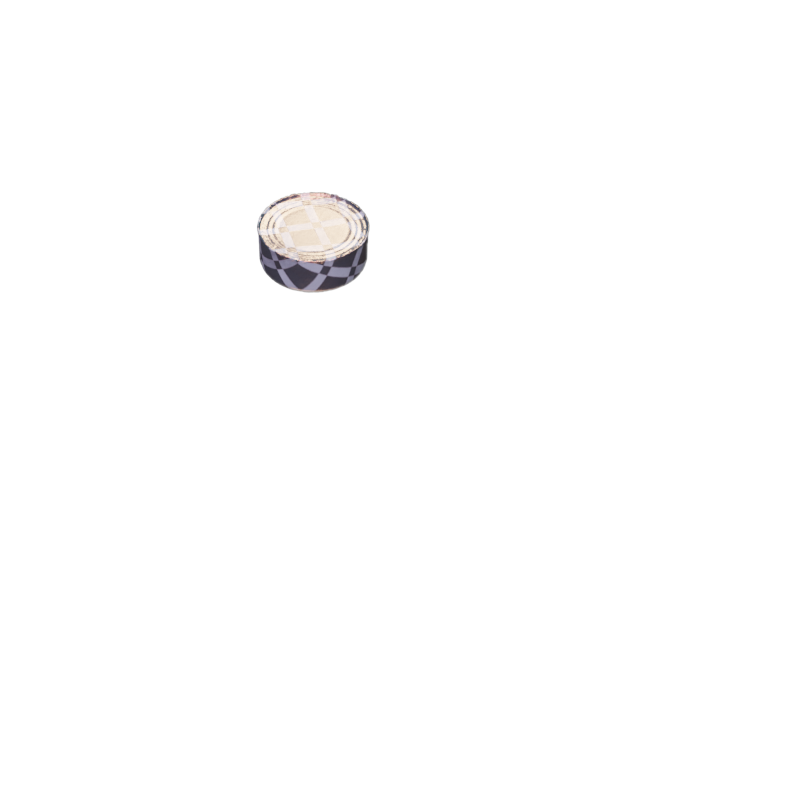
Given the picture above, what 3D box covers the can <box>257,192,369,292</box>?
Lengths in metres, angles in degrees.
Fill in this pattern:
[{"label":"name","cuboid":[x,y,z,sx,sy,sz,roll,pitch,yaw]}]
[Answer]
[{"label":"can","cuboid":[-0.067,-0.122,0.855,0.086,0.031,0.092,-1,44,-2]}]
